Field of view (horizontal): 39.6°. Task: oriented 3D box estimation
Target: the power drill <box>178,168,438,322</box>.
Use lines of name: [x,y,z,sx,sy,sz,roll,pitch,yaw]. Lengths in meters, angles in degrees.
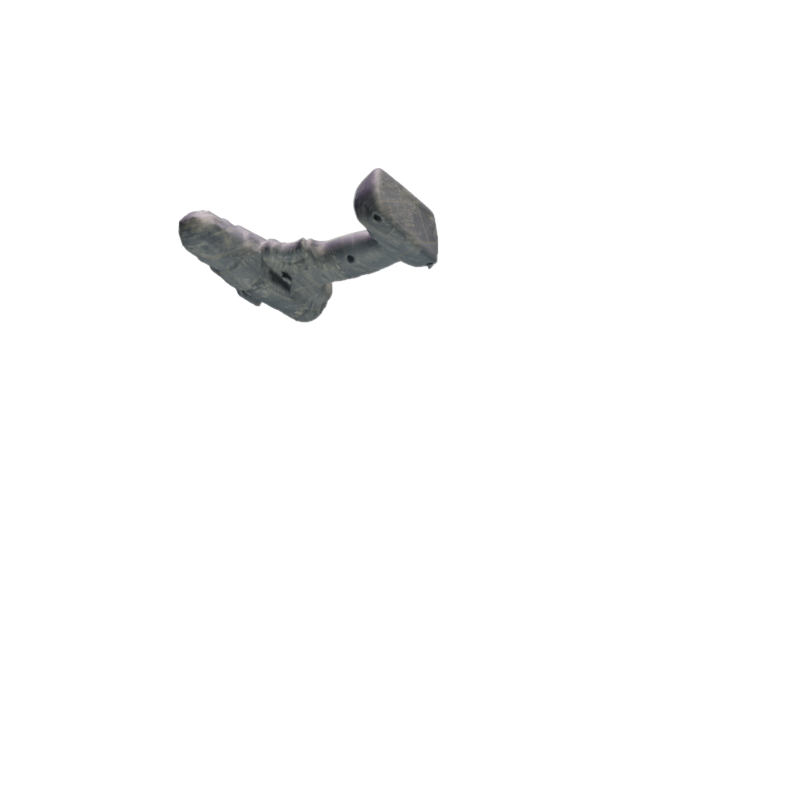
power drill: [-0.076,-0.139,0.975,0.190,0.061,0.172,-16,-28,31]
